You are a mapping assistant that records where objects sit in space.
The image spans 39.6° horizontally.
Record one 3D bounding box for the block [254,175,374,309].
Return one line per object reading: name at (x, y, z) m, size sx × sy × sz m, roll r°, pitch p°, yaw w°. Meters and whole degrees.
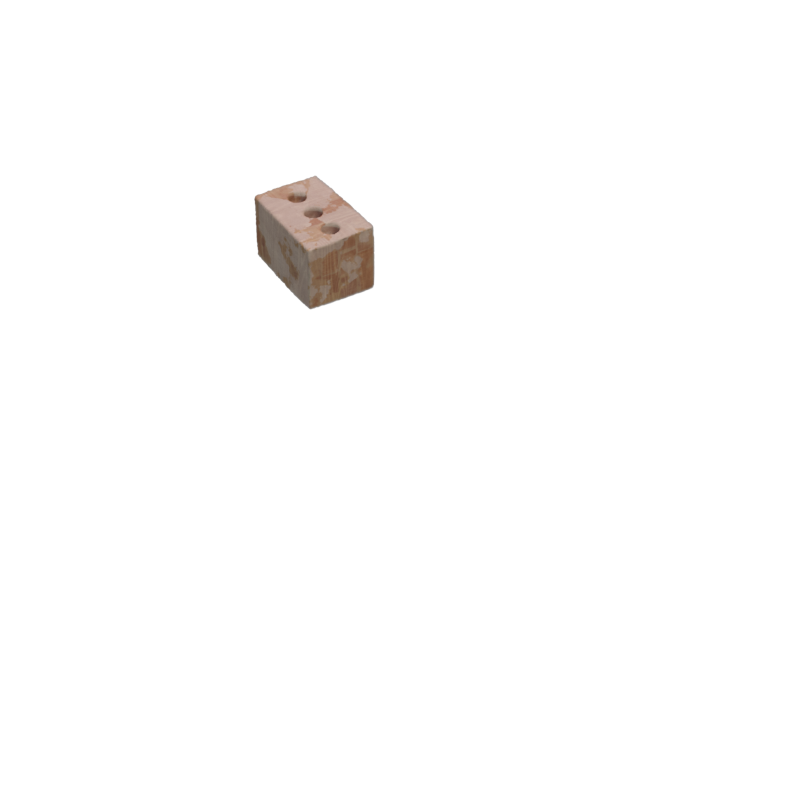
block at (-0.060, -0.109, 0.765) m, size 0.052 × 0.048 × 0.084 m, roll -21°, pitch 45°, yaw -25°
